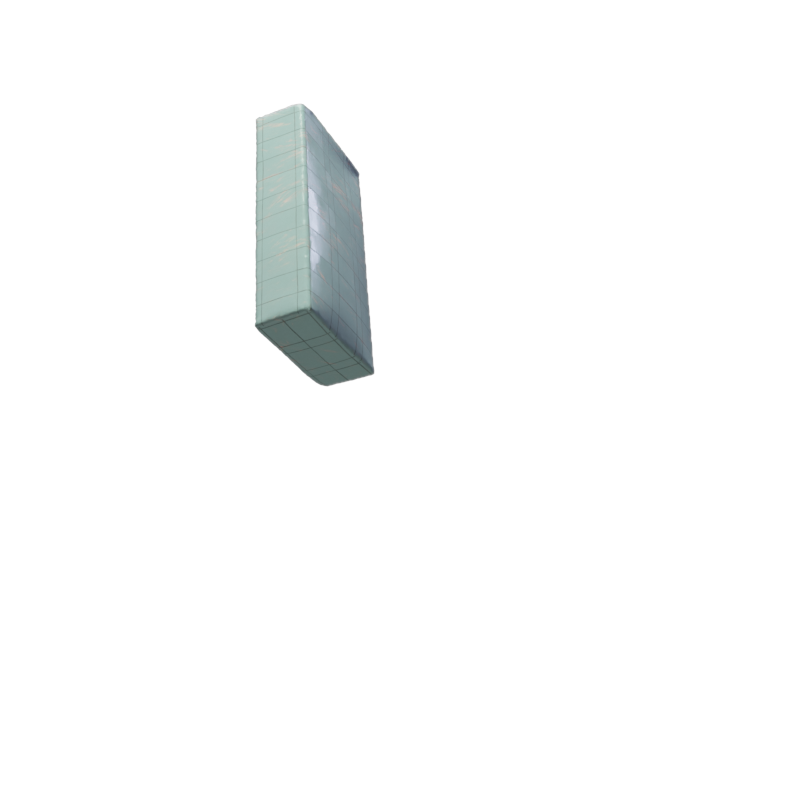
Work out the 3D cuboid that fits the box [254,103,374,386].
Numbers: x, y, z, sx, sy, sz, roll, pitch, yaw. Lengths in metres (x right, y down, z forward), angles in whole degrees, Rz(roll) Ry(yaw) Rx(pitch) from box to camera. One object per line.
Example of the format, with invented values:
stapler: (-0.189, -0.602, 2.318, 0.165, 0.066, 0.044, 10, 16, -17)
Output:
box: (-0.059, -0.107, 0.751, 0.048, 0.188, 0.086, -17, -35, 21)
